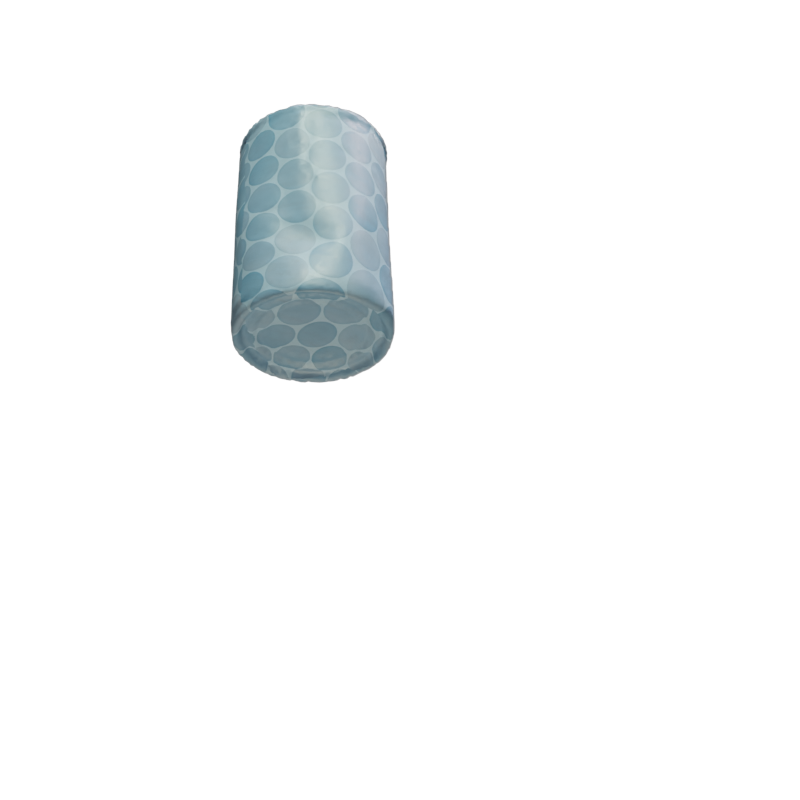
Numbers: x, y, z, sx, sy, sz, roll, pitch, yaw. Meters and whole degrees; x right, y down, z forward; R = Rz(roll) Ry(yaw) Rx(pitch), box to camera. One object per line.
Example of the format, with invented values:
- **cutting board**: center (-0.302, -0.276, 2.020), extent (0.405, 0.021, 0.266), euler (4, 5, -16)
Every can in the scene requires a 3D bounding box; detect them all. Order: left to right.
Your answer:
- **can**: center (-0.037, -0.068, 0.476), extent (0.068, 0.110, 0.064), euler (-1, -36, -3)
